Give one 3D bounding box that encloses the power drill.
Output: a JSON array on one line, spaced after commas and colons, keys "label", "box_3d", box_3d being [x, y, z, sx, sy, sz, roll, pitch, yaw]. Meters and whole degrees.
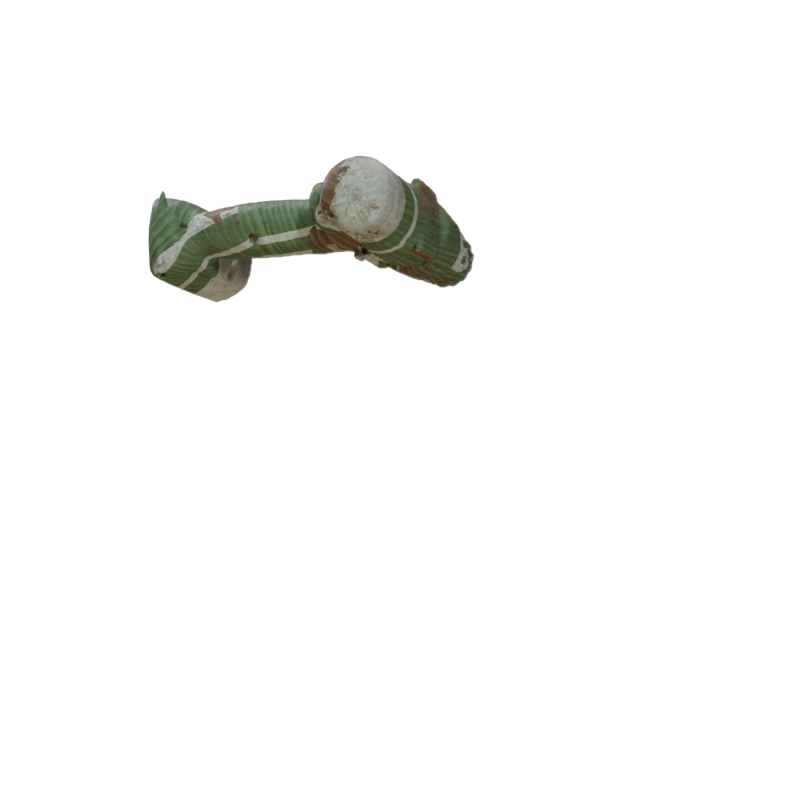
[{"label": "power drill", "box_3d": [-0.058, -0.106, 0.742, 0.192, 0.060, 0.174, -5, -13, 23]}]
